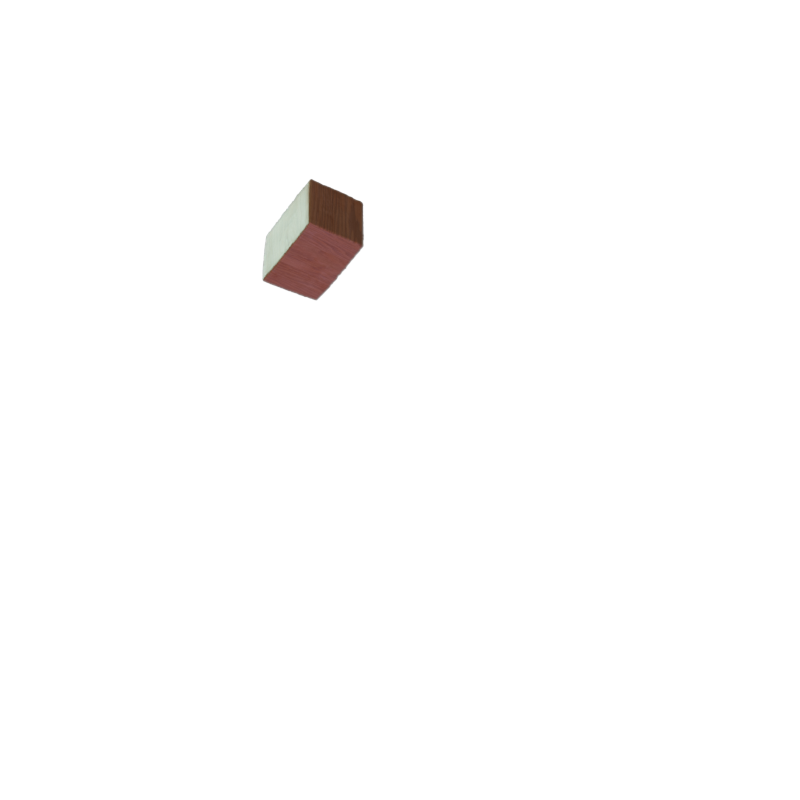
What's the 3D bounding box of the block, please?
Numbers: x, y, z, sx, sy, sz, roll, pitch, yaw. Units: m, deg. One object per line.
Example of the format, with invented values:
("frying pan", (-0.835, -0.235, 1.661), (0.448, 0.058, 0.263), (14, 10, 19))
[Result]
("block", (-0.071, -0.129, 0.903), (0.050, 0.055, 0.076), (23, -47, -25))
